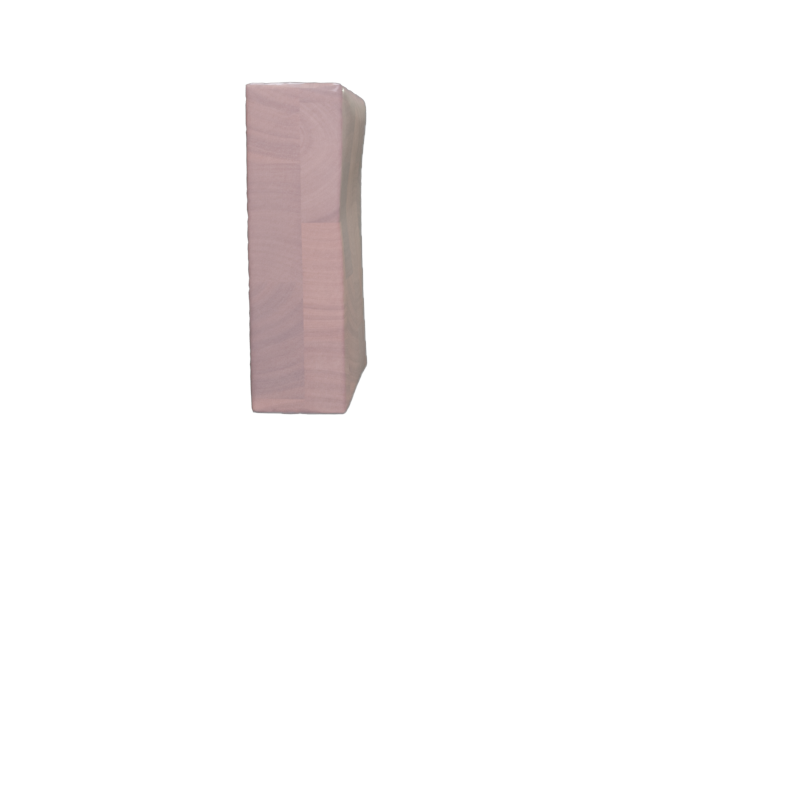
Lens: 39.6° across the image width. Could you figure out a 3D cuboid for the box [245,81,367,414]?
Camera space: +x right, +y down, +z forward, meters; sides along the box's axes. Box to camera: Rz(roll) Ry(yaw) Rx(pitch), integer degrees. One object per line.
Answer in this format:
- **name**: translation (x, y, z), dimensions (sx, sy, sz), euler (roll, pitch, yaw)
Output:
- **box**: translation (-0.061, -0.112, 0.784), dimensions (0.072, 0.211, 0.166), euler (1, 7, 3)
